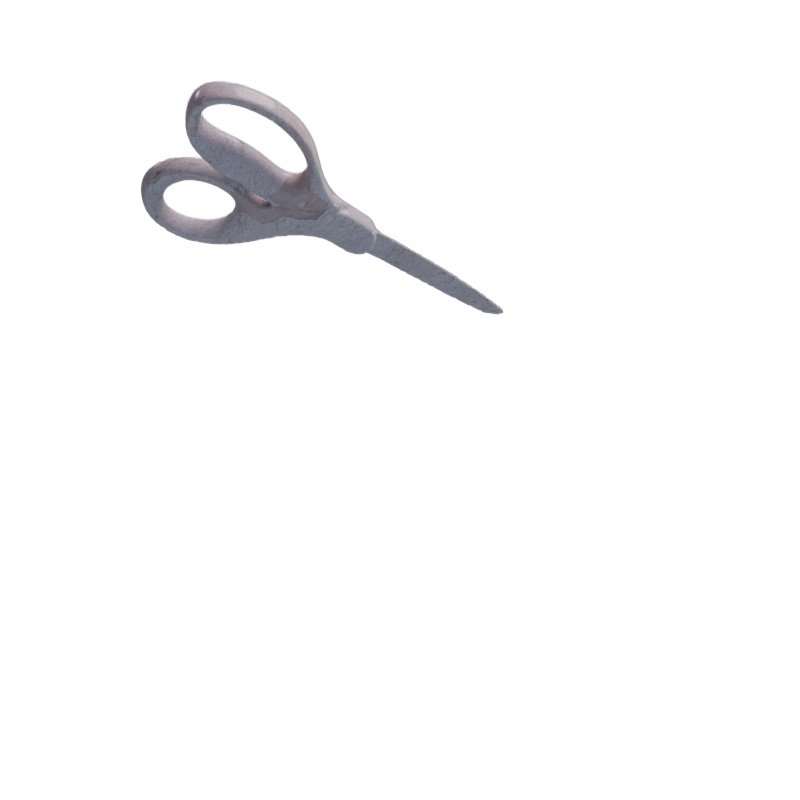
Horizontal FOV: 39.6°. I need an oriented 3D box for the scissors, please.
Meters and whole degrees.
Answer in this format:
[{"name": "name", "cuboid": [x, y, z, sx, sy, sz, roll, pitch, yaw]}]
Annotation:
[{"name": "scissors", "cuboid": [-0.042, -0.077, 0.540, 0.096, 0.017, 0.188, -27, -48, 26]}]
